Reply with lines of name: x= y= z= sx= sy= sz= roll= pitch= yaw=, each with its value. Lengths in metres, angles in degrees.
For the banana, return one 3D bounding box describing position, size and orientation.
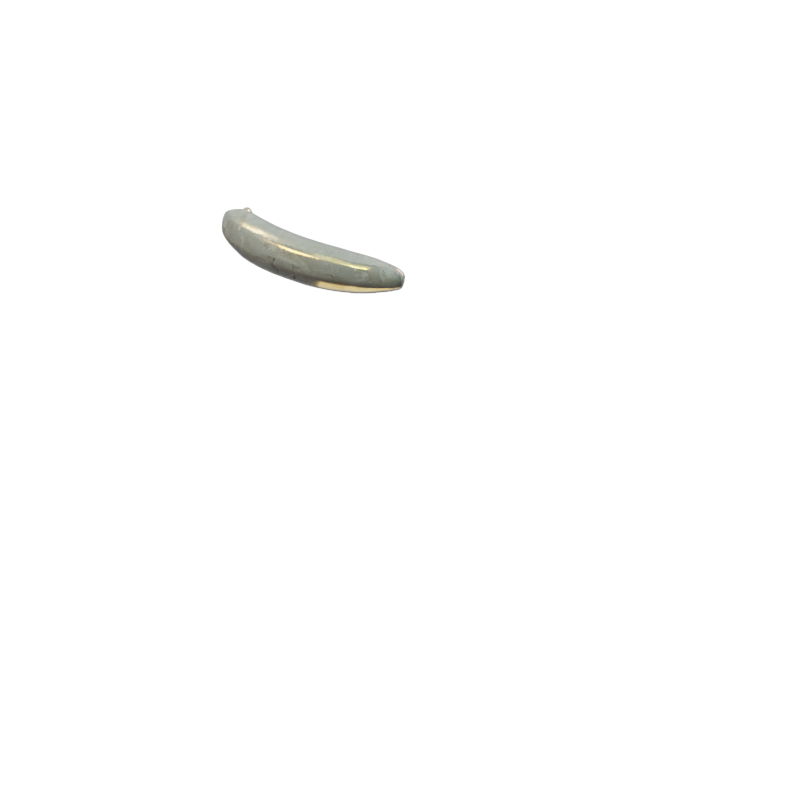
banana: x=-0.089 y=-0.129 z=0.934 sx=0.211 sy=0.034 sz=0.069 roll=29 pitch=42 yaw=36
